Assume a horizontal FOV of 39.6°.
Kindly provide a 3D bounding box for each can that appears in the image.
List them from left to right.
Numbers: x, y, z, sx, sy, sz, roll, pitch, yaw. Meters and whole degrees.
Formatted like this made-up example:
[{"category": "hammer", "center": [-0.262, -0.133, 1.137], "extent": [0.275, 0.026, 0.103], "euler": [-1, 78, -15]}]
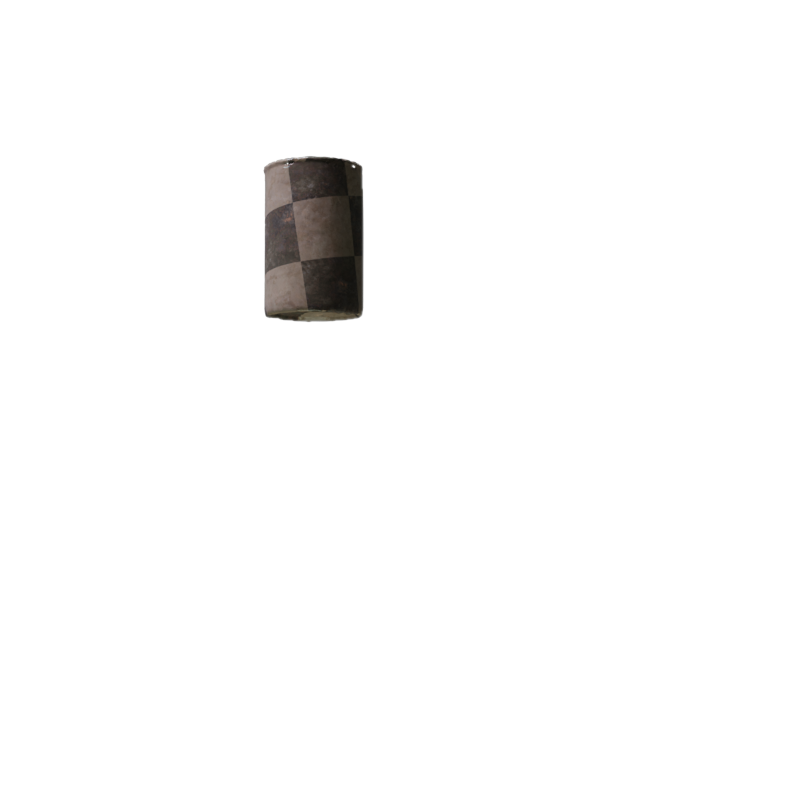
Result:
[{"category": "can", "center": [-0.059, -0.107, 0.749], "extent": [0.068, 0.105, 0.067], "euler": [0, -8, -2]}]
